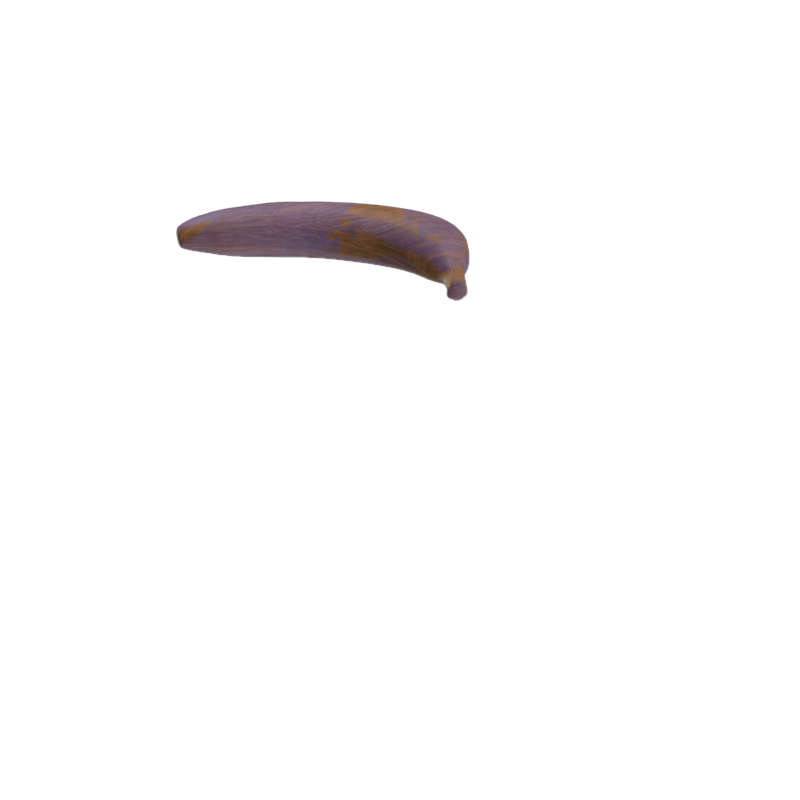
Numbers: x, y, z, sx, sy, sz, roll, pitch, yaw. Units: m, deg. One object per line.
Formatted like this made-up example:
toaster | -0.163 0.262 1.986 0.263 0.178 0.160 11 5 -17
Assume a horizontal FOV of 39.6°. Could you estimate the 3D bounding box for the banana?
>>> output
banana | -0.038 -0.096 0.652 0.207 0.035 0.069 12 21 30
